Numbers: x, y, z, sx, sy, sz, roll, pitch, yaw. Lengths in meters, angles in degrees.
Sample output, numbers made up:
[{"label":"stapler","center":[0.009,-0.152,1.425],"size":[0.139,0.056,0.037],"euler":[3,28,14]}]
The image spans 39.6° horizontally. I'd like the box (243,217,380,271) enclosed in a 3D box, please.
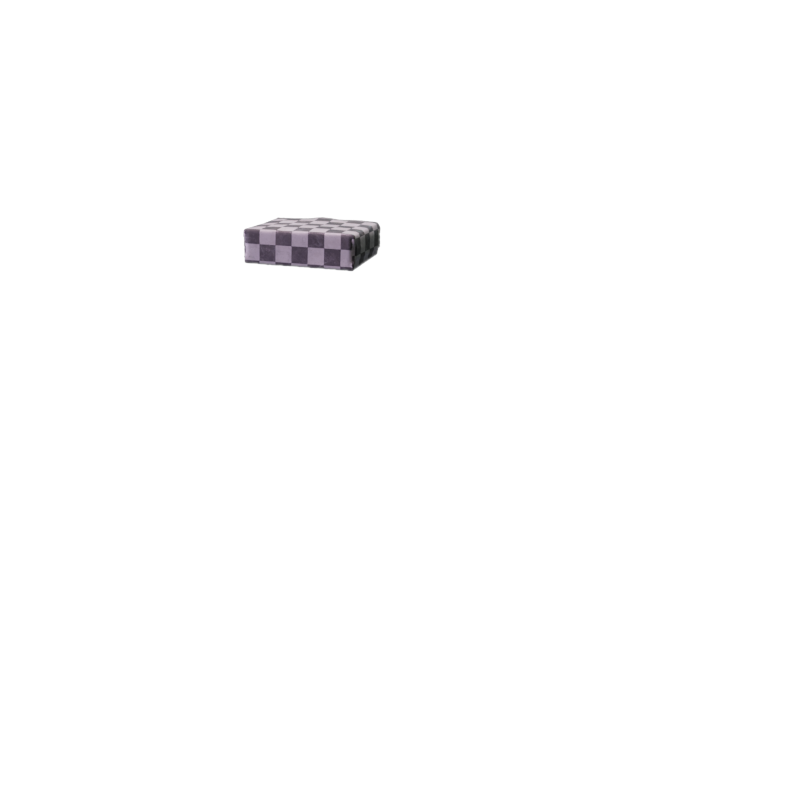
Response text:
[{"label":"box","center":[-0.067,-0.123,0.859],"size":[0.091,0.029,0.073],"euler":[5,16,16]}]
